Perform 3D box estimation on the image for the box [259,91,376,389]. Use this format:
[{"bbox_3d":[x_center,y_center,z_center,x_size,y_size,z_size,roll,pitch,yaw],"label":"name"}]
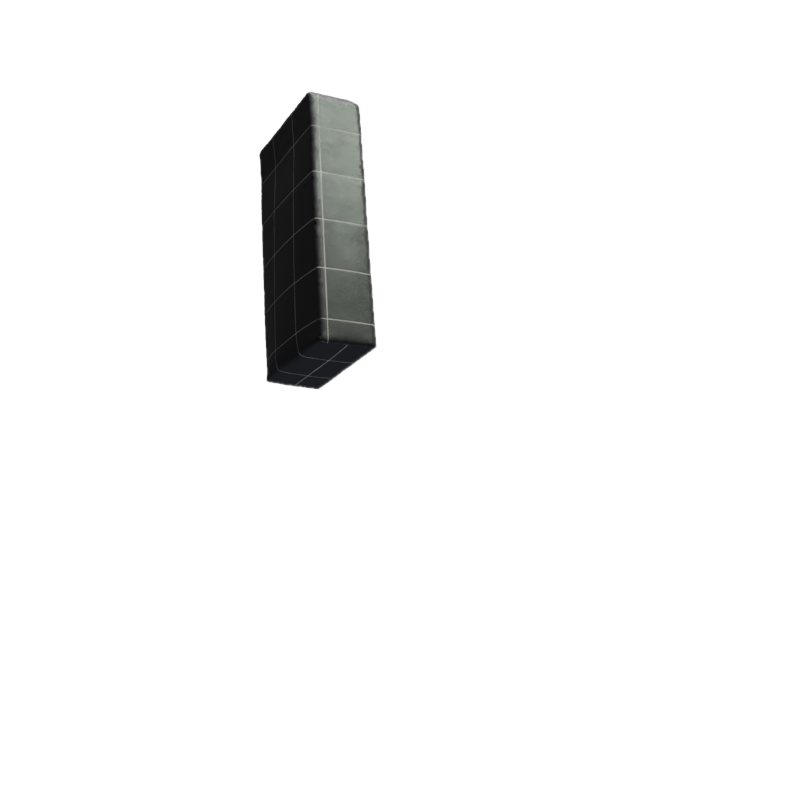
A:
[{"bbox_3d":[-0.057,-0.105,0.738,0.046,0.186,0.092,10,-25,-26],"label":"box"}]
